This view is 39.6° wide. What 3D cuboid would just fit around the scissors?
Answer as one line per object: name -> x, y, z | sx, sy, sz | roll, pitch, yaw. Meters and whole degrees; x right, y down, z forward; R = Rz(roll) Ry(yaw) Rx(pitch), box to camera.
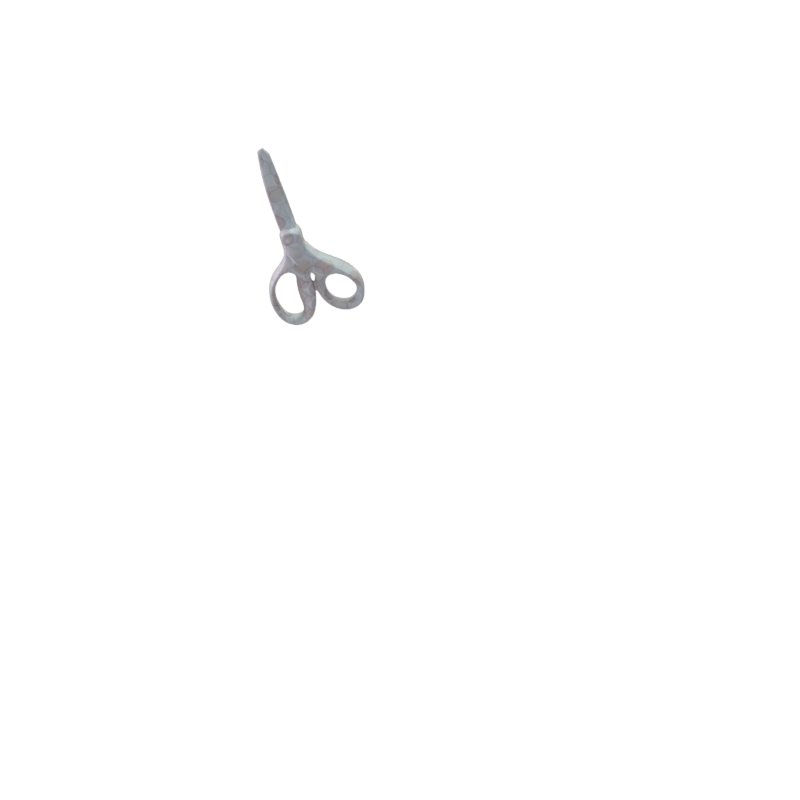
scissors -> -0.076, -0.138, 0.969 | 0.096, 0.017, 0.188 | 3, -43, -3
